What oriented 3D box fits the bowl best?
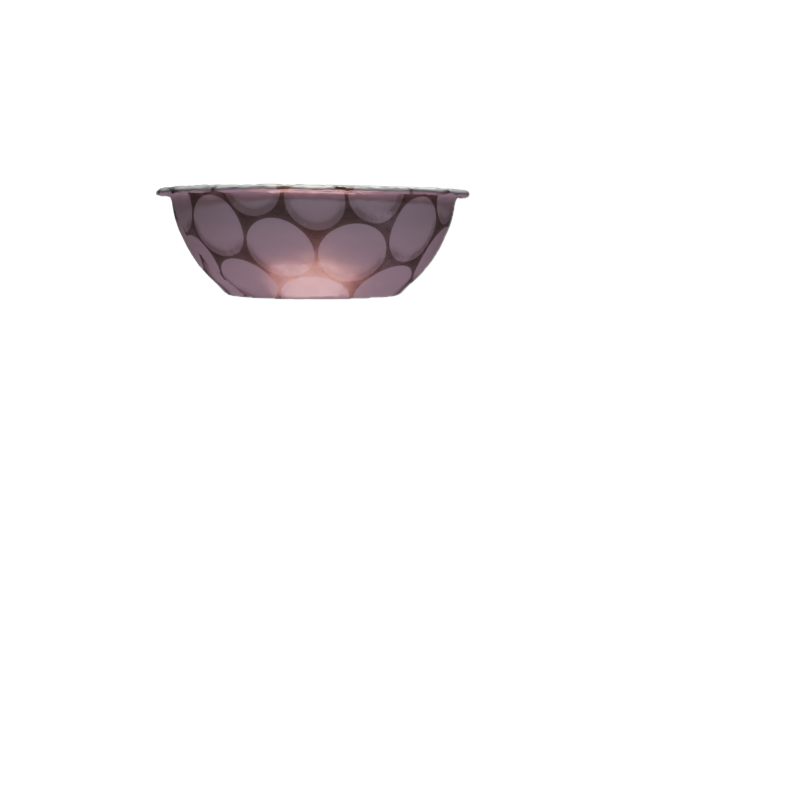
[{"bbox_3d":[-0.045,-0.082,0.576,0.162,0.055,0.164,0,8,-2],"label":"bowl"}]
